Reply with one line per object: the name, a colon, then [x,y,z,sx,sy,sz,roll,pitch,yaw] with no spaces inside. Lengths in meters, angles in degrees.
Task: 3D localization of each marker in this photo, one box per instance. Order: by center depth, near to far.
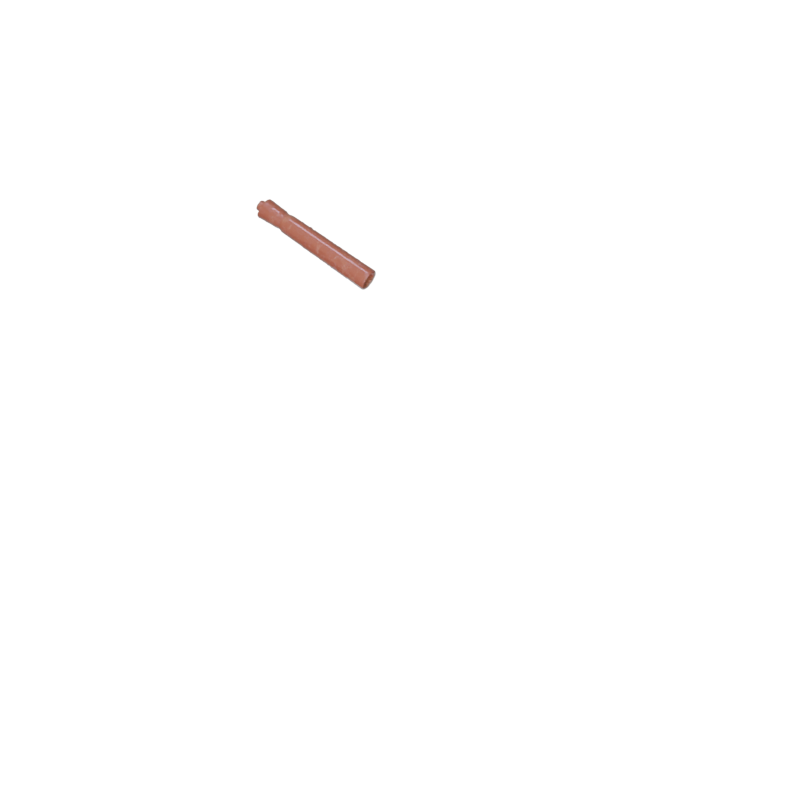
marker: [-0.074,-0.134,0.940,0.127,0.019,0.019,36,16,19]
